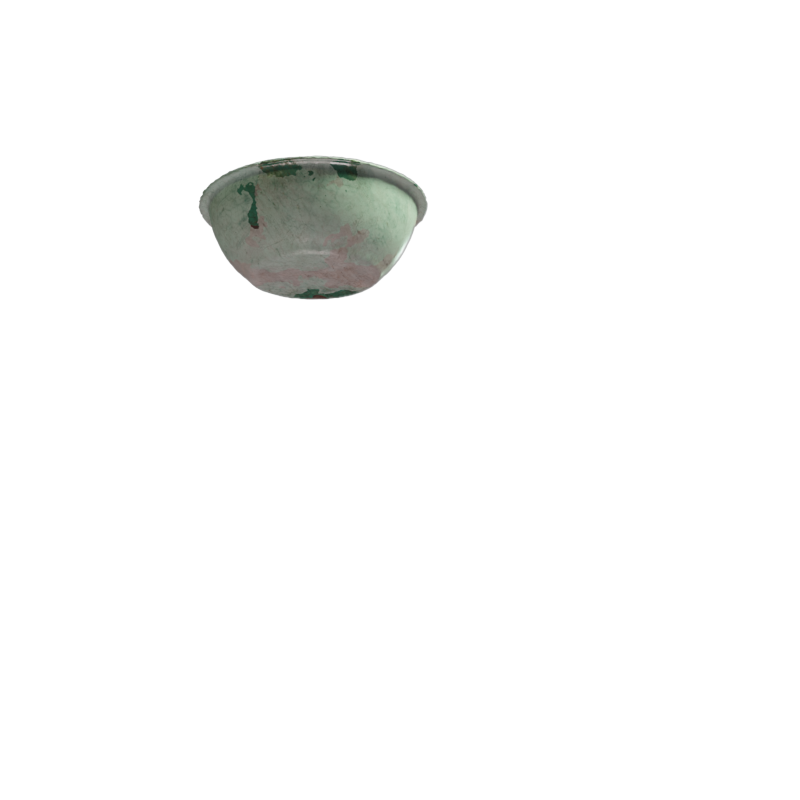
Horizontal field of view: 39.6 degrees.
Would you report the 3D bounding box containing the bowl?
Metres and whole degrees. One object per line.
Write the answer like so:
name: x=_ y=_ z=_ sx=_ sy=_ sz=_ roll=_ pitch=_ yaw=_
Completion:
bowl: x=-0.061 y=-0.111 z=0.775 sx=0.162 sy=0.057 sz=0.155 roll=0 pitch=-16 yaw=-2
